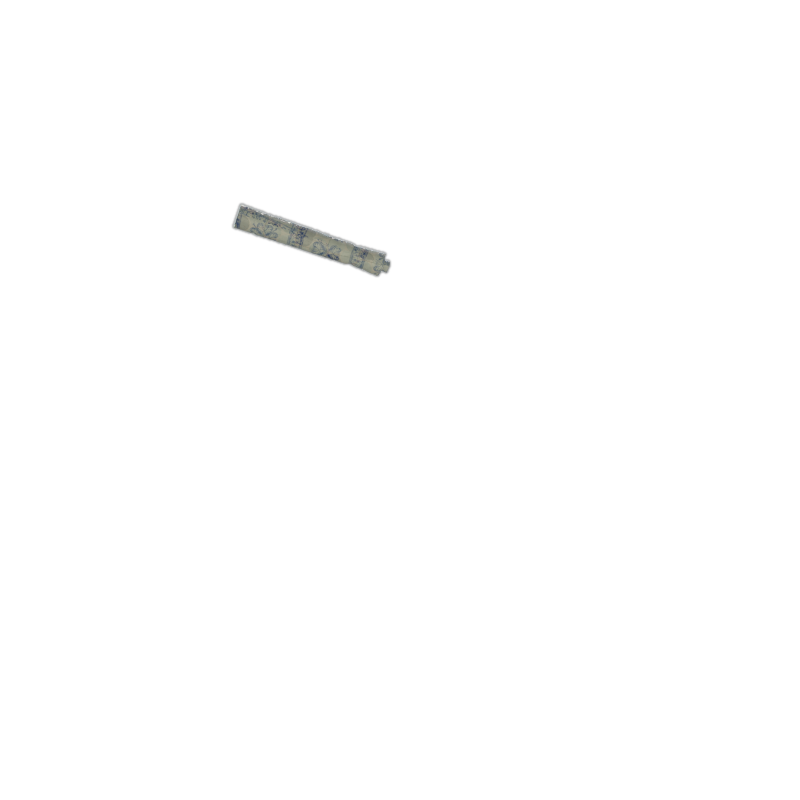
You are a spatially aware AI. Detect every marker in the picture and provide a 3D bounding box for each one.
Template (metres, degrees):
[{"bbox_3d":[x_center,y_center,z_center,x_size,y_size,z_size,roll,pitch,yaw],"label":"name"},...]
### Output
[{"bbox_3d":[-0.065,-0.119,0.831,0.120,0.020,0.020,18,2,-4],"label":"marker"}]
